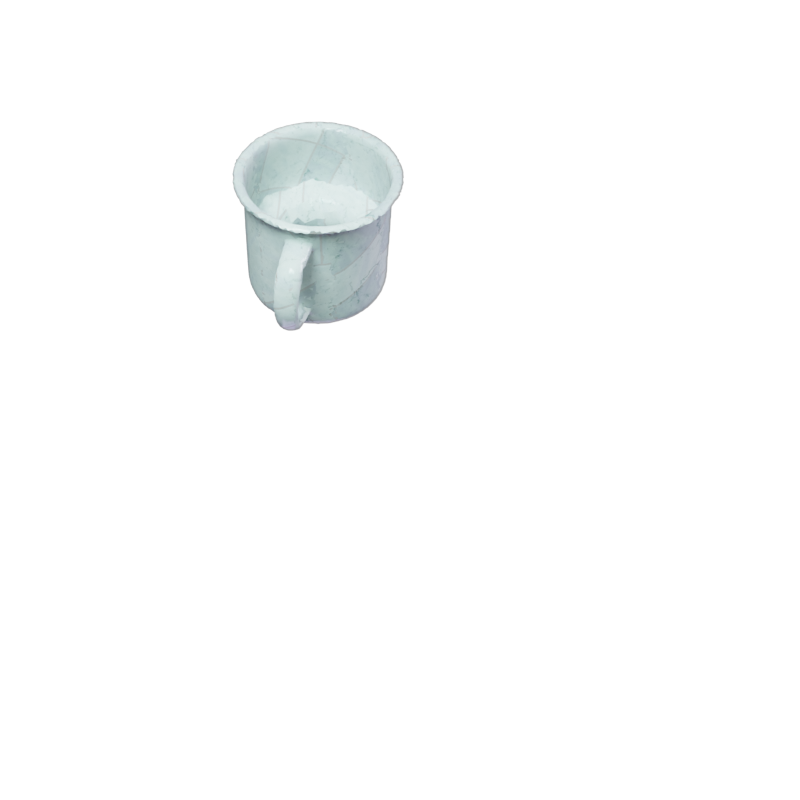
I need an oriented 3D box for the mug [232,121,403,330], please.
[{"bbox_3d":[-0.049,-0.089,0.621,0.094,0.124,0.076,8,-42,5],"label":"mug"}]
